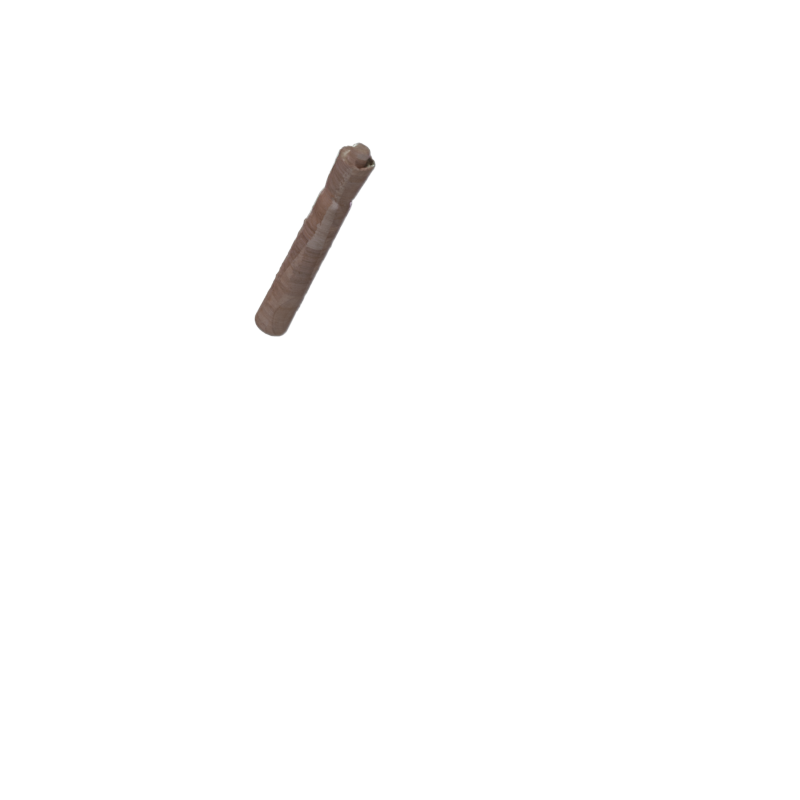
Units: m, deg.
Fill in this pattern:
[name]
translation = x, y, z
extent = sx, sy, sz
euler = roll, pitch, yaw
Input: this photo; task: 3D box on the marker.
[marker]
translation = -0.043, -0.079, 0.551
extent = 0.019, 0.021, 0.116
euler = 18, -50, -18
